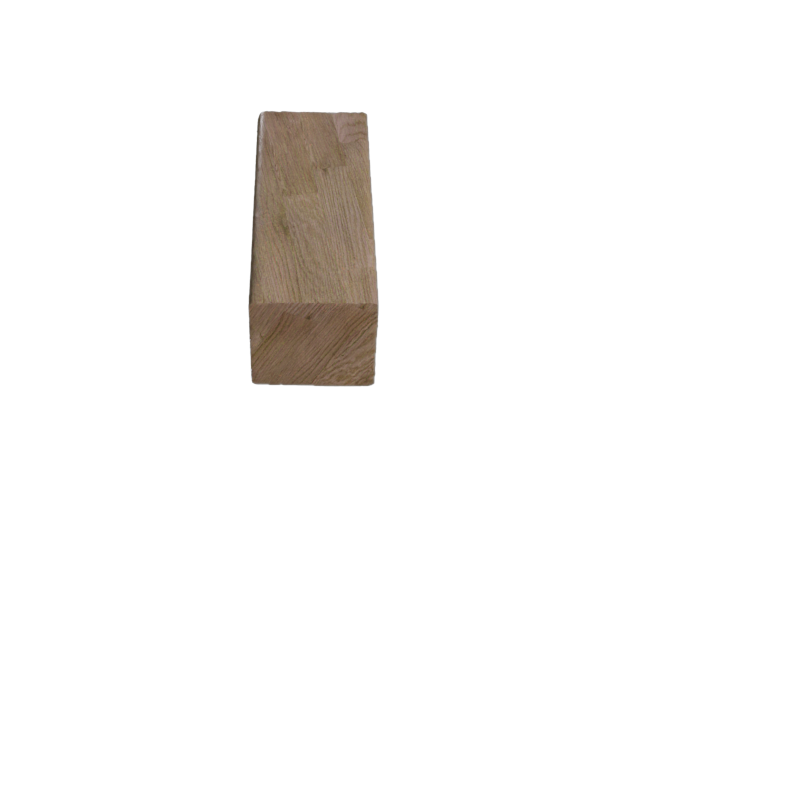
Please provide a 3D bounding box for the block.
[{"bbox_3d":[-0.066,-0.119,0.837,0.090,0.221,0.085,0,-41,-3],"label":"block"}]
